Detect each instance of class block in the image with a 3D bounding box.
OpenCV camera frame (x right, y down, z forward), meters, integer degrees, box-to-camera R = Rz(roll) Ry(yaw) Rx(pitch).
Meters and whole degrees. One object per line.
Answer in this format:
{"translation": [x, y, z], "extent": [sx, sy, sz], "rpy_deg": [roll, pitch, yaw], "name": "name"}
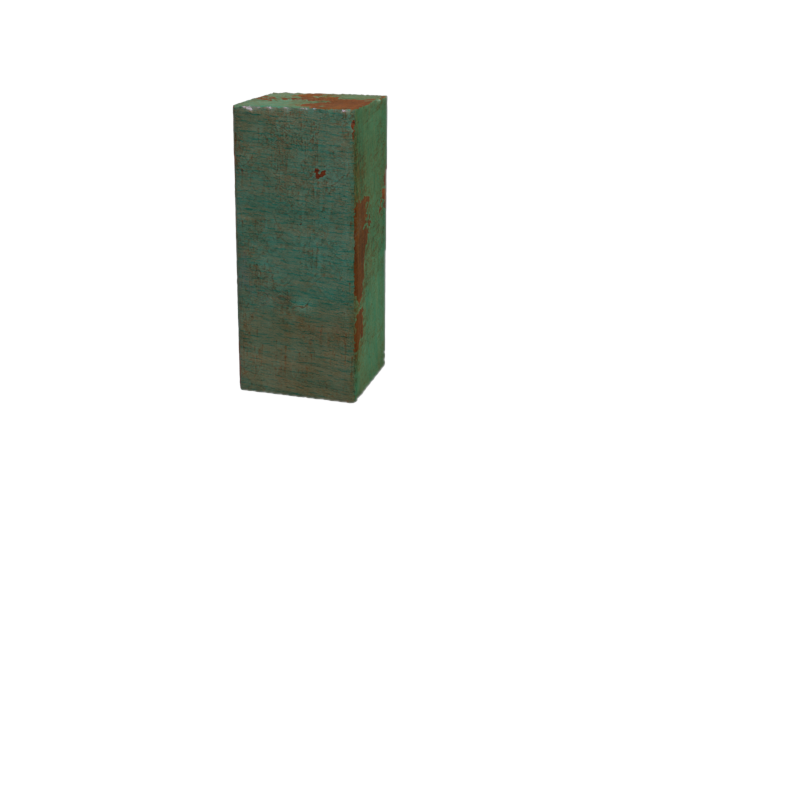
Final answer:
{"translation": [-0.063, -0.114, 0.802], "extent": [0.093, 0.199, 0.091], "rpy_deg": [5, 16, 15], "name": "block"}
